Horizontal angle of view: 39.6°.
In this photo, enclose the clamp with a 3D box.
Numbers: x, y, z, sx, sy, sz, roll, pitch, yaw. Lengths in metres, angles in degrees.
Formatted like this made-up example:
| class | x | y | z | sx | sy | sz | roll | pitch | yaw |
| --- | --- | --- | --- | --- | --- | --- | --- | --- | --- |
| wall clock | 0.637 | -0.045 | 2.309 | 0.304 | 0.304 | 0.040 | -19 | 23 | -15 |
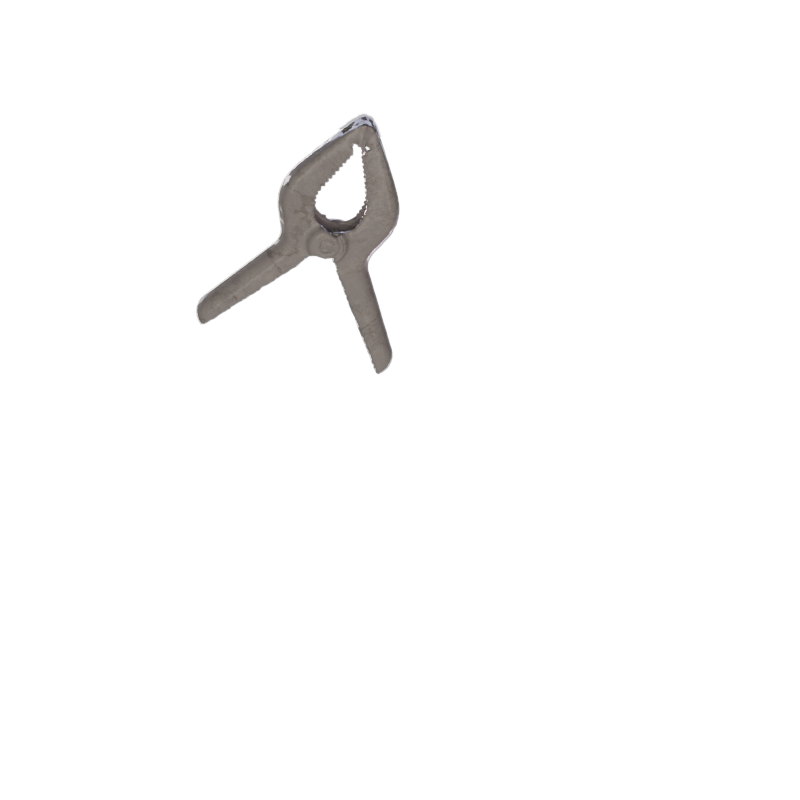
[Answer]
| class | x | y | z | sx | sy | sz | roll | pitch | yaw |
| --- | --- | --- | --- | --- | --- | --- | --- | --- | --- |
| clamp | -0.068 | -0.124 | 0.872 | 0.163 | 0.201 | 0.038 | 10 | 25 | -5 |
